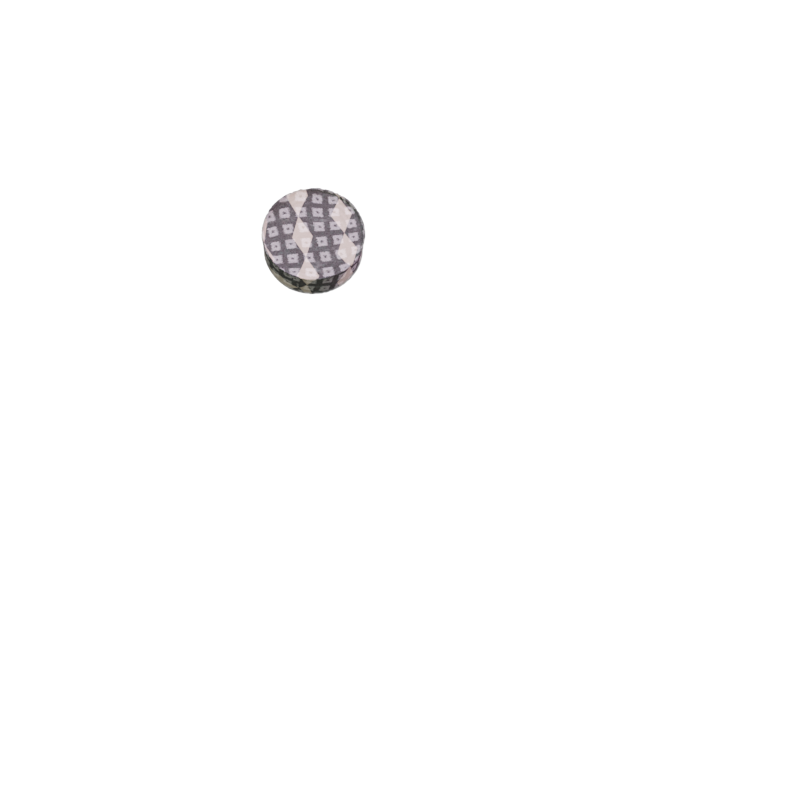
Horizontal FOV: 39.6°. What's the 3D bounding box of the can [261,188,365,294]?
[{"bbox_3d":[-0.073,-0.133,0.934,0.086,0.091,0.032,-1,-25,-1],"label":"can"}]
